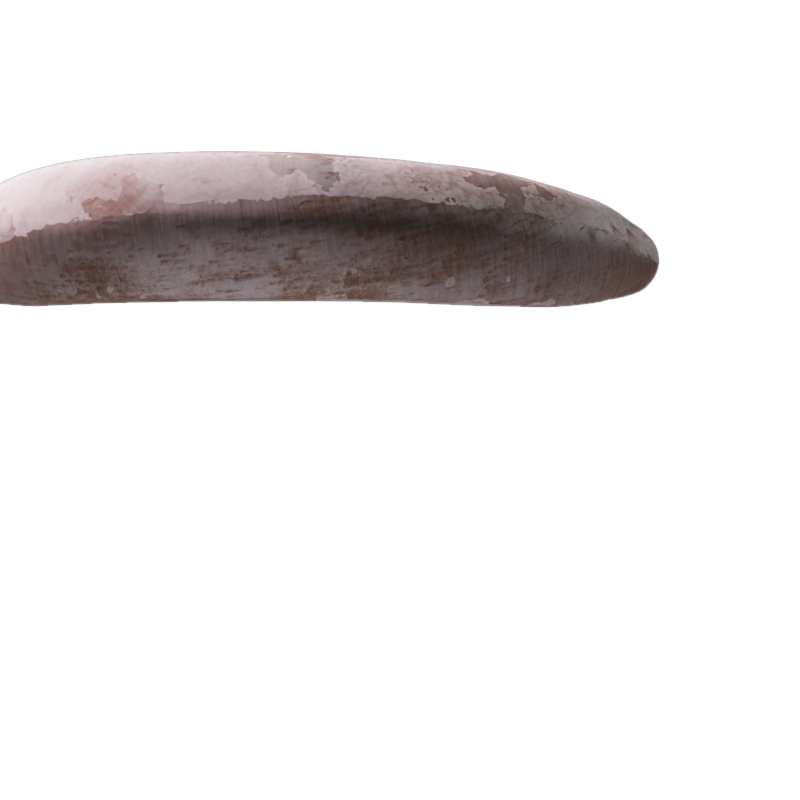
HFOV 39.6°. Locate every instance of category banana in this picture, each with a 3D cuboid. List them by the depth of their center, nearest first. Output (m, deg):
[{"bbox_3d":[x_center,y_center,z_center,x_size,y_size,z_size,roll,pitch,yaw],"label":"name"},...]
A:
[{"bbox_3d":[-0.026,-0.042,0.281,0.197,0.037,0.069,0,1,-1],"label":"banana"}]
